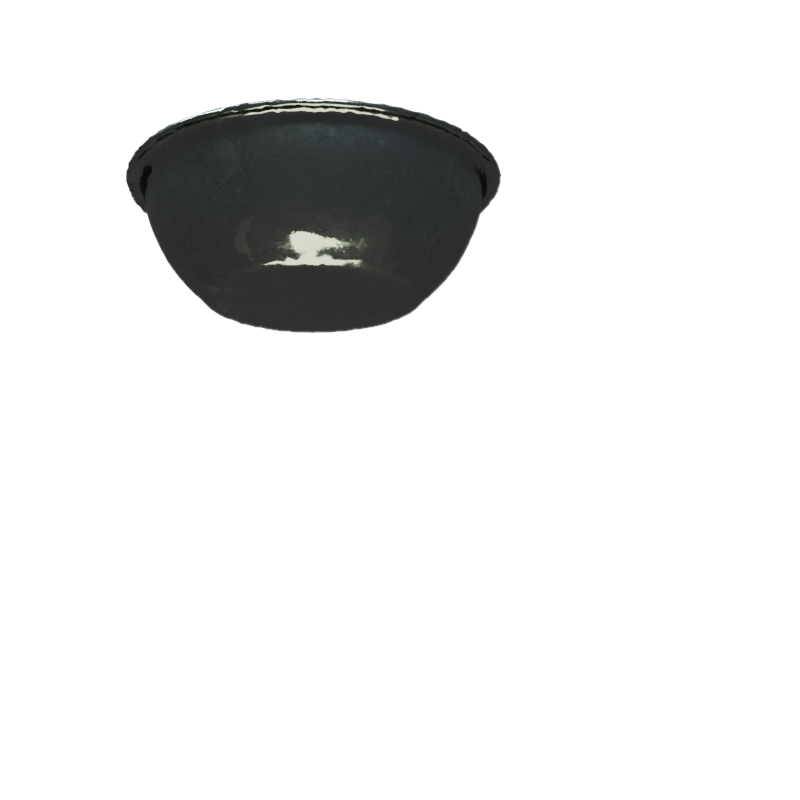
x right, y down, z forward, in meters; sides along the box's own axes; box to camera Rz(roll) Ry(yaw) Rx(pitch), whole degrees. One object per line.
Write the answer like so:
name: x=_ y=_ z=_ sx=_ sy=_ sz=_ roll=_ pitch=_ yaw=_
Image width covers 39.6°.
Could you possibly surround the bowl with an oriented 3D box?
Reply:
bowl: x=-0.037 y=-0.068 z=0.474 sx=0.162 sy=0.057 sz=0.156 roll=0 pitch=-15 yaw=-2
